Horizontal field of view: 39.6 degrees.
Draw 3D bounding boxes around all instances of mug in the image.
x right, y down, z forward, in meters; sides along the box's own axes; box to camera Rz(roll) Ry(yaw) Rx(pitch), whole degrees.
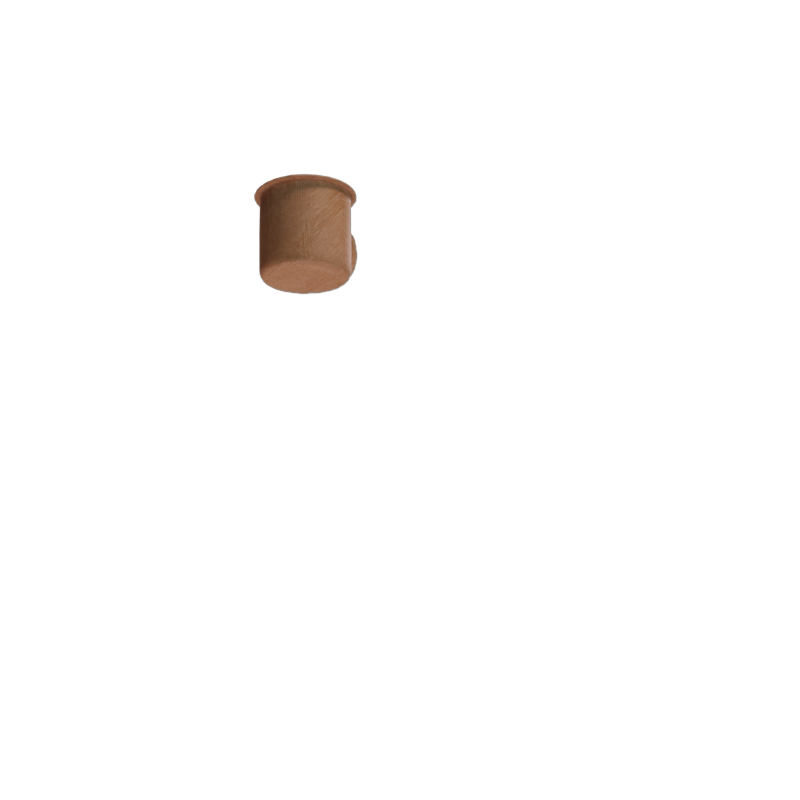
[{"bbox_3d":[-0.078,-0.143,1.000,0.095,0.086,0.110,-13,-22,32],"label":"mug"}]
